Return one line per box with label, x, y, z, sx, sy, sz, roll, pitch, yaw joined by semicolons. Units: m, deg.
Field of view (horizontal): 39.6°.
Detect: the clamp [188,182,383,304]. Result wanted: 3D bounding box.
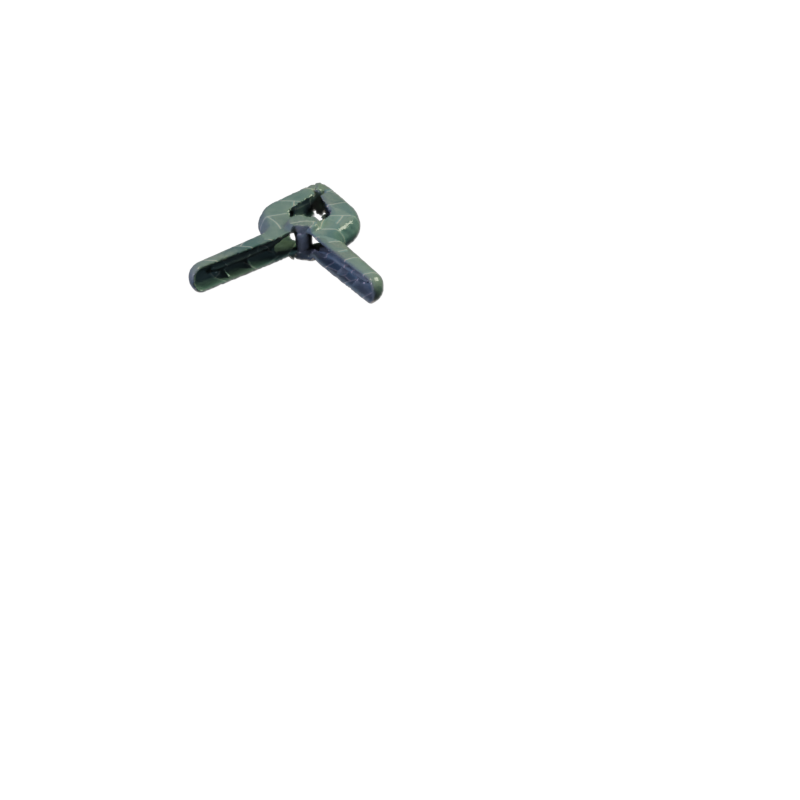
clamp;-0.078;-0.143;0.999;0.168;0.034;0.218;7;32;12
